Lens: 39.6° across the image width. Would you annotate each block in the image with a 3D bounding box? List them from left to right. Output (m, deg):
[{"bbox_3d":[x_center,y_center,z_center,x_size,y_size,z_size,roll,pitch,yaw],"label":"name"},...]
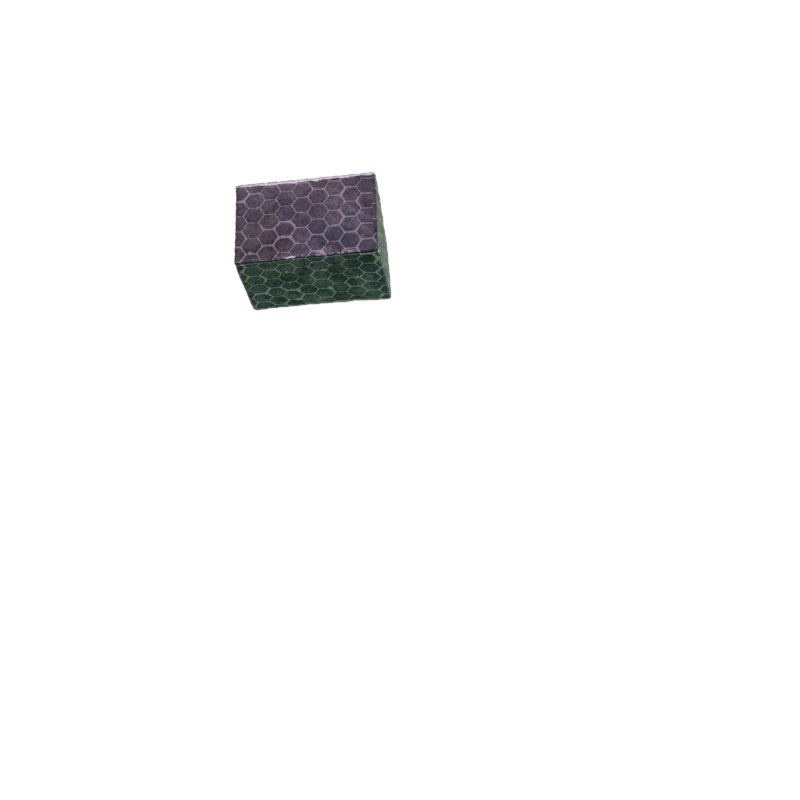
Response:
[{"bbox_3d":[-0.047,-0.085,0.597,0.078,0.054,0.049,-4,-28,6],"label":"block"}]
